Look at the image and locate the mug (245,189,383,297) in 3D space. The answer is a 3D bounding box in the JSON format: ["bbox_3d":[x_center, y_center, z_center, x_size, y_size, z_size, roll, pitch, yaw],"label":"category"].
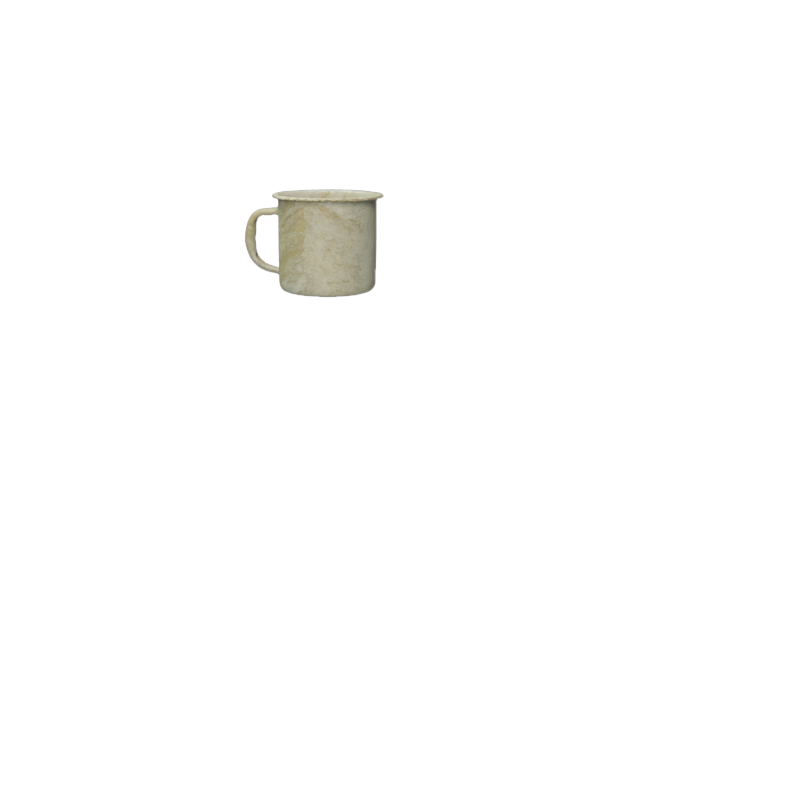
[{"bbox_3d":[-0.073,-0.133,0.930,0.118,0.080,0.095,2,12,6],"label":"mug"}]
